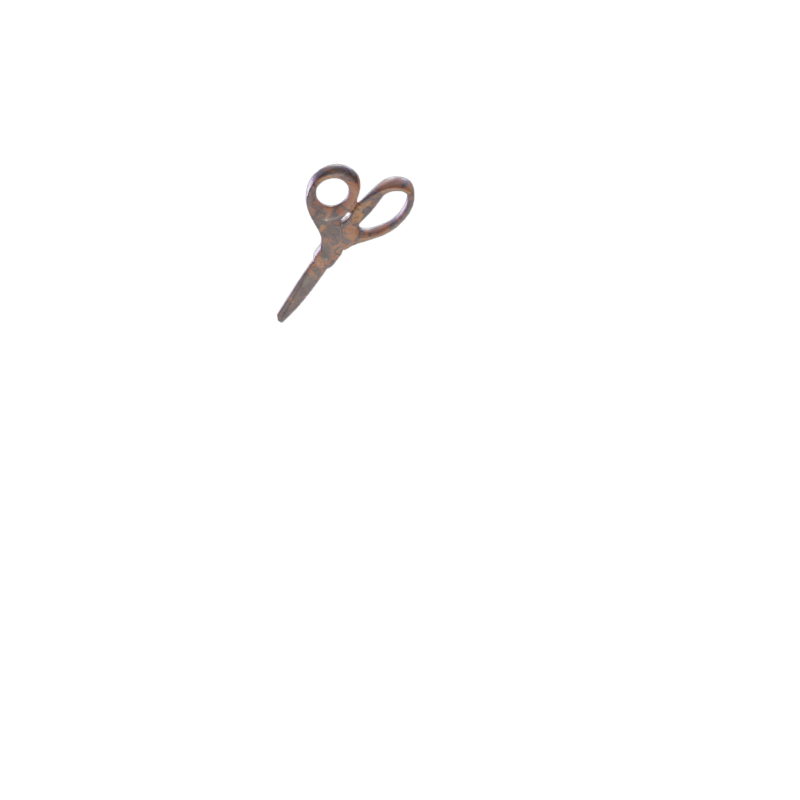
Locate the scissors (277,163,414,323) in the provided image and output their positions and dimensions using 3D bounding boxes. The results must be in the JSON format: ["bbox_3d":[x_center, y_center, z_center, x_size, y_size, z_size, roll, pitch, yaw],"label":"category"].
[{"bbox_3d":[-0.074,-0.134,0.940,0.090,0.017,0.200,31,-49,-33],"label":"scissors"}]
